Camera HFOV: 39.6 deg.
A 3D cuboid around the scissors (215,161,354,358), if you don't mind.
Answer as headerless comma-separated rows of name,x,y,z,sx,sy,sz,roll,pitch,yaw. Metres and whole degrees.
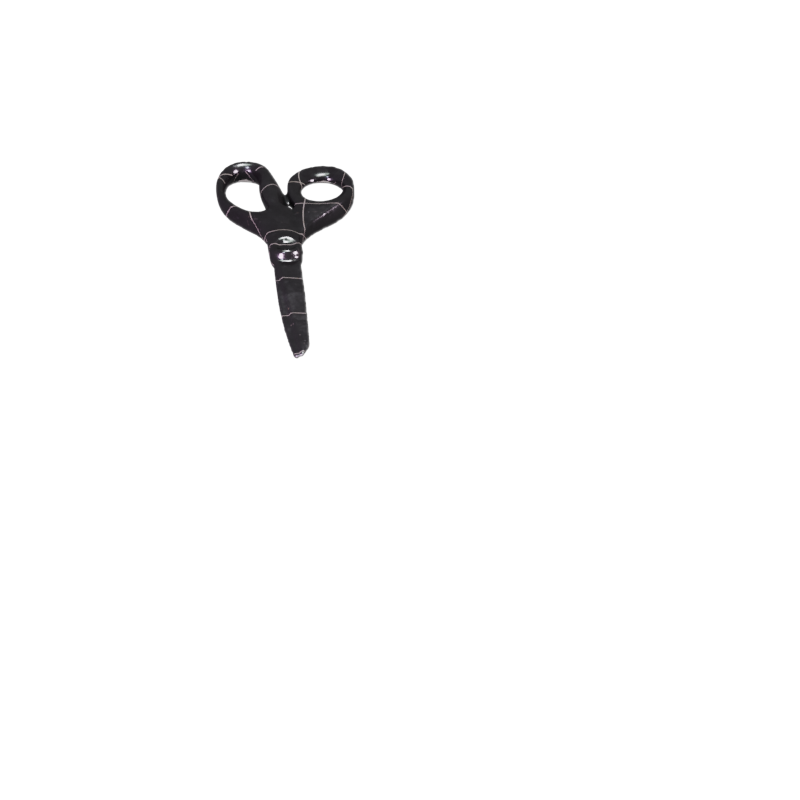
scissors,-0.051,-0.093,0.653,0.095,0.015,0.218,-14,40,-18
